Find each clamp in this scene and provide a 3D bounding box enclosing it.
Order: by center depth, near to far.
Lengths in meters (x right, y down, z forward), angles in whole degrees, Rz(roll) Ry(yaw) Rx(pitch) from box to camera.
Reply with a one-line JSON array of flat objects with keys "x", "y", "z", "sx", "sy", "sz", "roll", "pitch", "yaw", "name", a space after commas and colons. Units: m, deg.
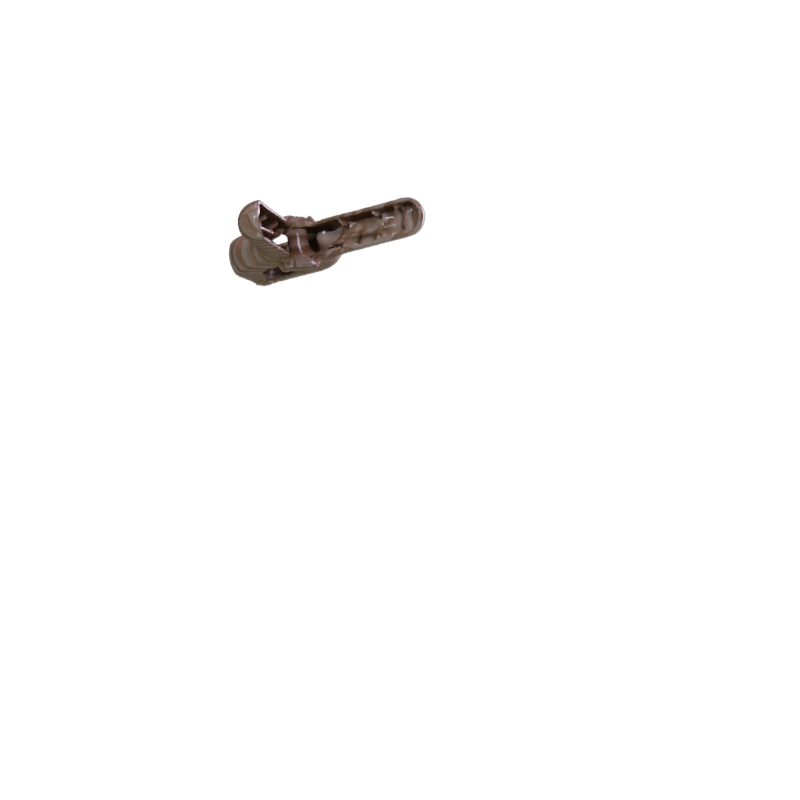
[{"x": -0.058, "y": -0.106, "z": 0.745, "sx": 0.118, "sy": 0.040, "sz": 0.172, "roll": 1, "pitch": -3, "yaw": -14, "name": "clamp"}]
